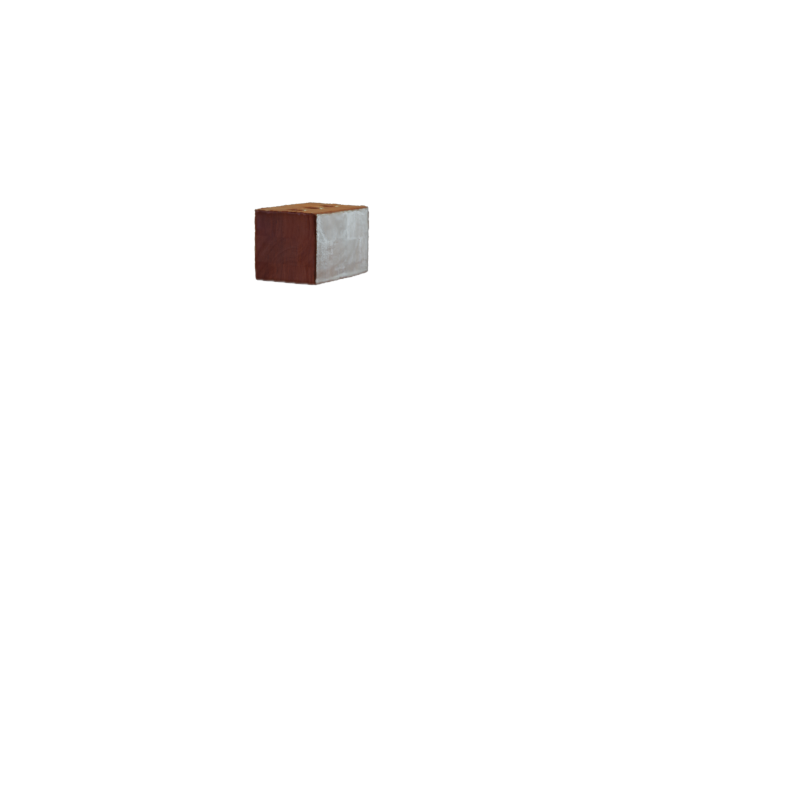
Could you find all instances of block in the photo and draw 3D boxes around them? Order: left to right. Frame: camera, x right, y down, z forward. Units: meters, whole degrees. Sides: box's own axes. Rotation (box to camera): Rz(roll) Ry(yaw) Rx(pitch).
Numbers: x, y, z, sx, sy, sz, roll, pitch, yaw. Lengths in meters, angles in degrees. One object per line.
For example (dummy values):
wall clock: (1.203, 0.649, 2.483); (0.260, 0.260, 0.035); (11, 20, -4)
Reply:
block: (-0.063, -0.114, 0.802); (0.055, 0.050, 0.077); (6, 13, 28)
